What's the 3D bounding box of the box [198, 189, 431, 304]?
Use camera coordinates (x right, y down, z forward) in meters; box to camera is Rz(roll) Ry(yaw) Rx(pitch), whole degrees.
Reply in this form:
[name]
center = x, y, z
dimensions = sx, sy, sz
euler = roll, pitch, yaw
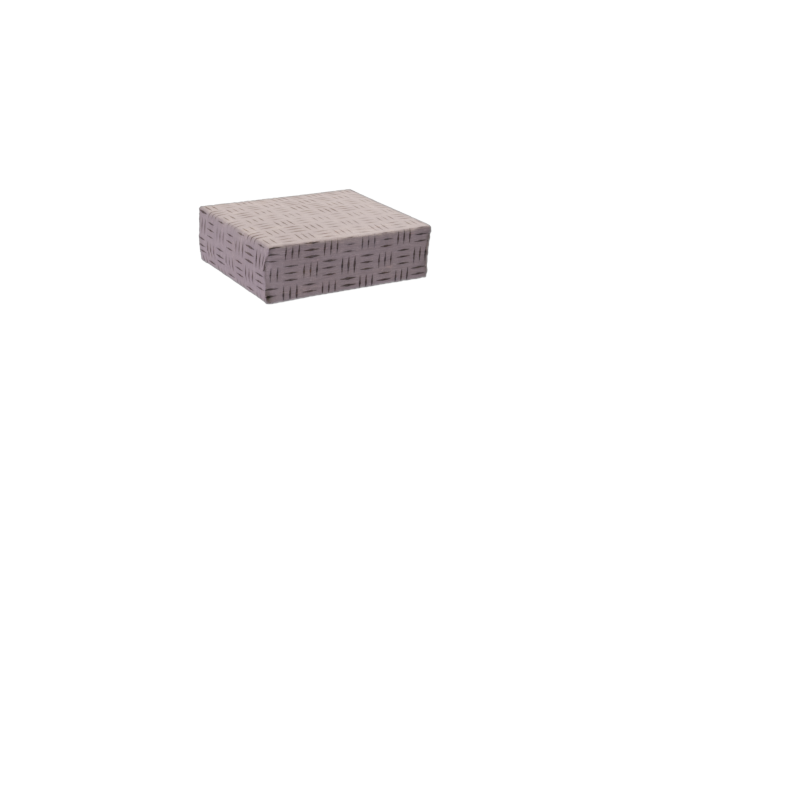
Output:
[box]
center = -0.052, -0.095, 0.666
dimensions = 0.111, 0.037, 0.096
euler = -15, 28, -30
